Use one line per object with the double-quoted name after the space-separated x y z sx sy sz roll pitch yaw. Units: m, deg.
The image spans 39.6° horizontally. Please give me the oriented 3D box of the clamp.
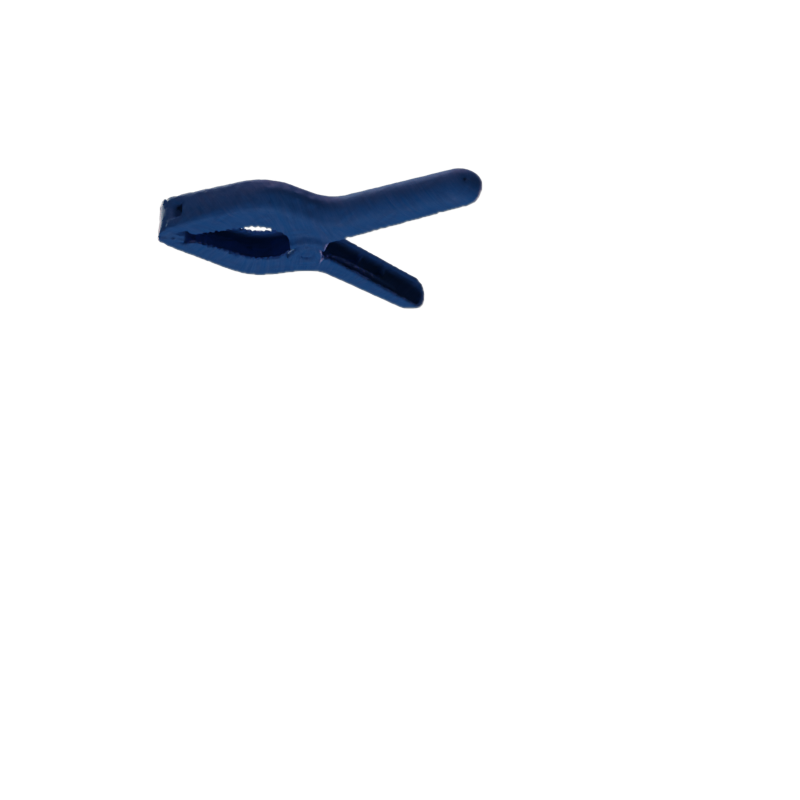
-0.060 -0.110 0.768 0.209 0.039 0.155 2 -26 -3 "clamp"
